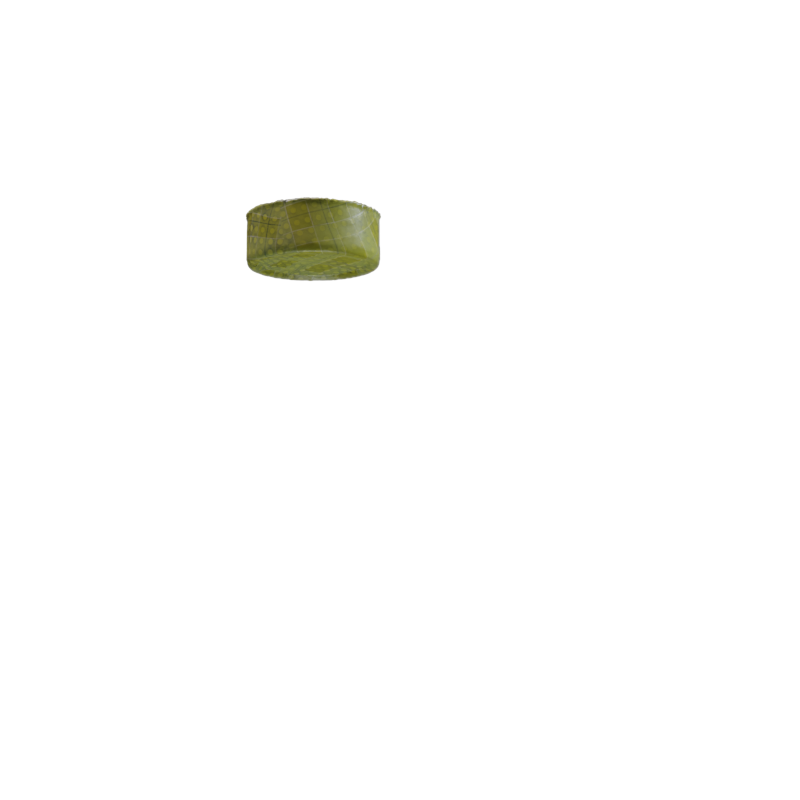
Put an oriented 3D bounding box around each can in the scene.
[{"bbox_3d":[-0.055,-0.100,0.703,0.086,0.034,0.084,0,-8,-2],"label":"can"}]
